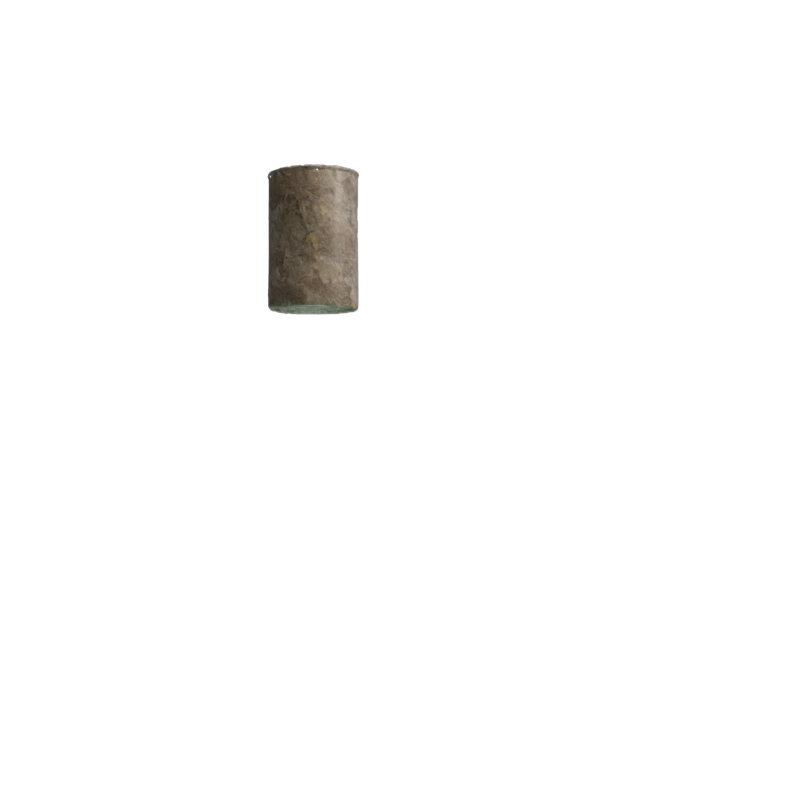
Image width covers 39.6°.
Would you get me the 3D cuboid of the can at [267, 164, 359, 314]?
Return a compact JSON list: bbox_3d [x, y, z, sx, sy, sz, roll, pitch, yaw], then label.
[{"bbox_3d":[-0.064,-0.117,0.817,0.068,0.104,0.067,0,-7,-2],"label":"can"}]
